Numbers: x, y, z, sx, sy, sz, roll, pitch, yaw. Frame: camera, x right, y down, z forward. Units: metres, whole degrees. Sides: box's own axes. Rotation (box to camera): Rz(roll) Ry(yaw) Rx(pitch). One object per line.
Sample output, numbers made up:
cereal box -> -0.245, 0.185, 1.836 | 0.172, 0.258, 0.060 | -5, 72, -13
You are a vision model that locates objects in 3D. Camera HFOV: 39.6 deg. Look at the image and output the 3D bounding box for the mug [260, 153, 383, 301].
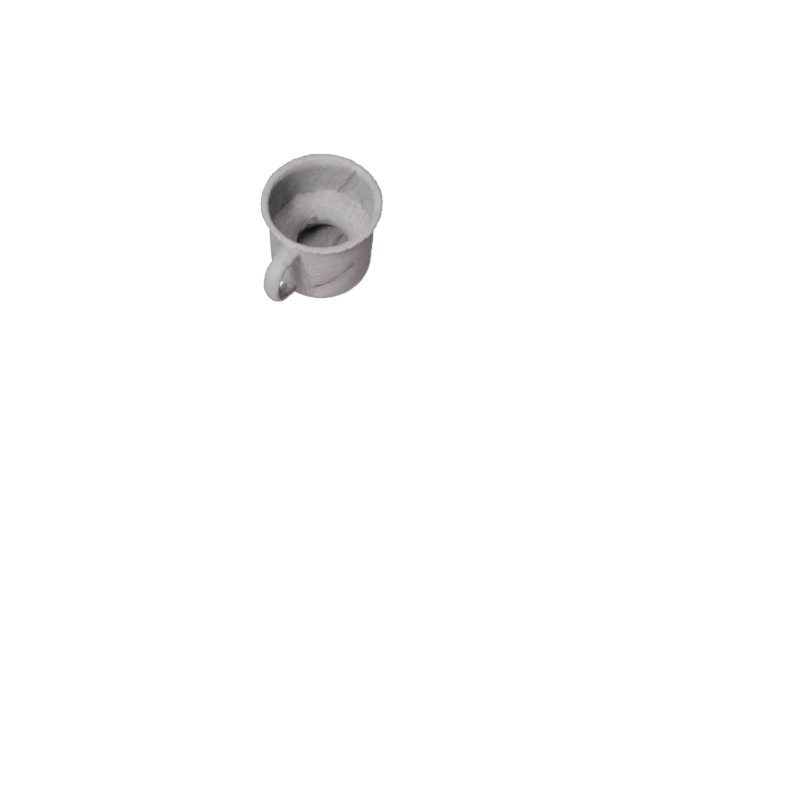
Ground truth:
mug -> -0.068, -0.124, 0.869 | 0.096, 0.121, 0.077 | 27, -27, 13
